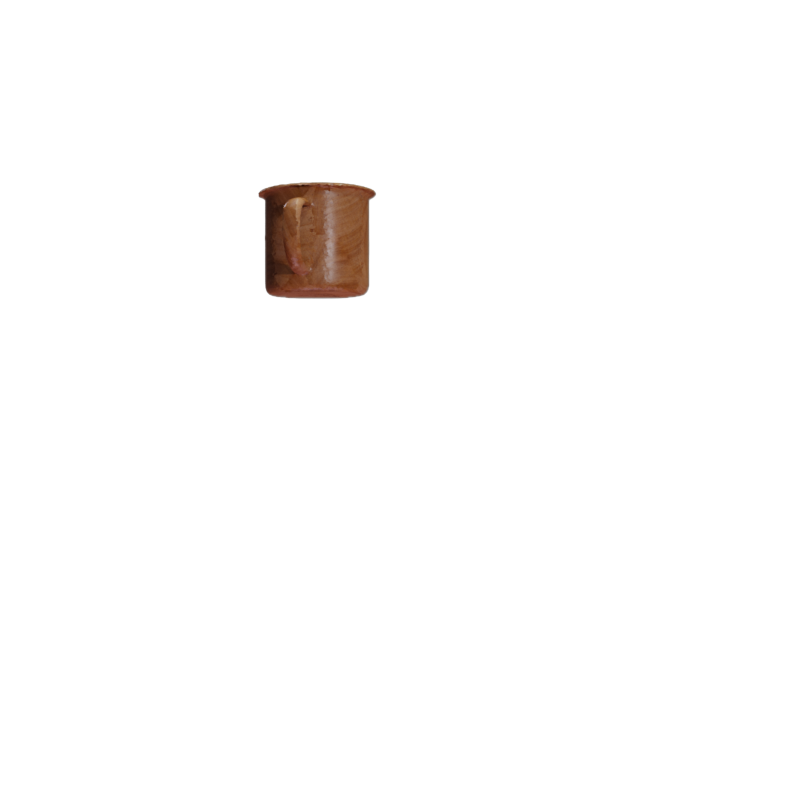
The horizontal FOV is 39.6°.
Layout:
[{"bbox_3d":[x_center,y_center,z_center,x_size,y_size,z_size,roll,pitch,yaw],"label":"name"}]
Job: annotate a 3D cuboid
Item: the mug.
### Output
[{"bbox_3d":[-0.067,-0.123,0.859,0.095,0.083,0.114,-1,-3,11],"label":"mug"}]
